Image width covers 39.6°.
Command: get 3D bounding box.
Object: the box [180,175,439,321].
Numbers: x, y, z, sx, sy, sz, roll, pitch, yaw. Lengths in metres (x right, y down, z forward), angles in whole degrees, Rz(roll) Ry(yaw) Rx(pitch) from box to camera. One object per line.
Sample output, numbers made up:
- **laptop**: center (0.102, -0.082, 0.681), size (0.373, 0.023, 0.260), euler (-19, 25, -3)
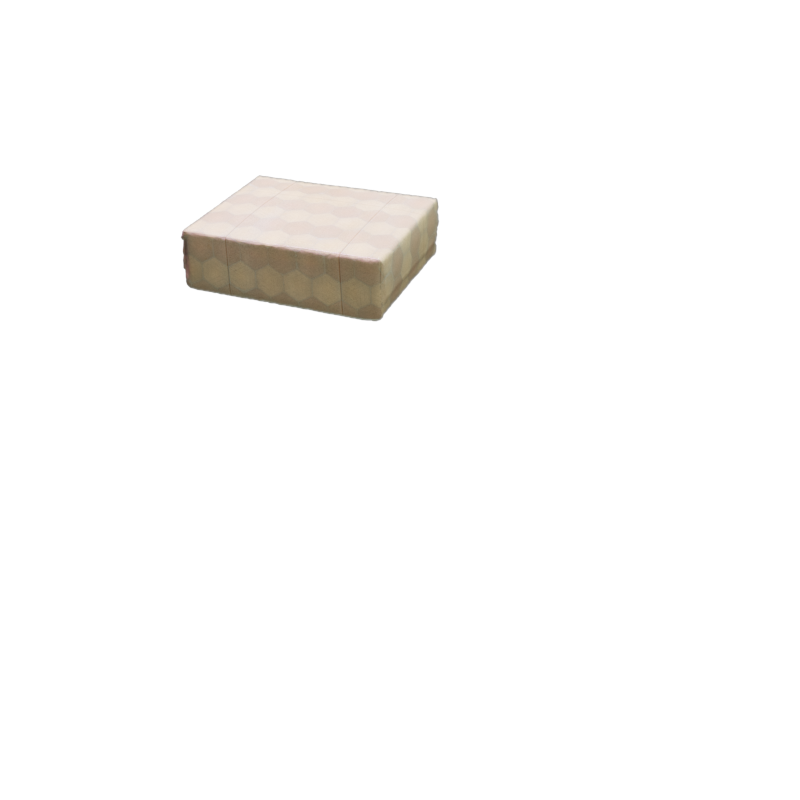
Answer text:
- **box**: center (-0.046, -0.084, 0.592), size (0.117, 0.037, 0.092), euler (12, 33, 19)
